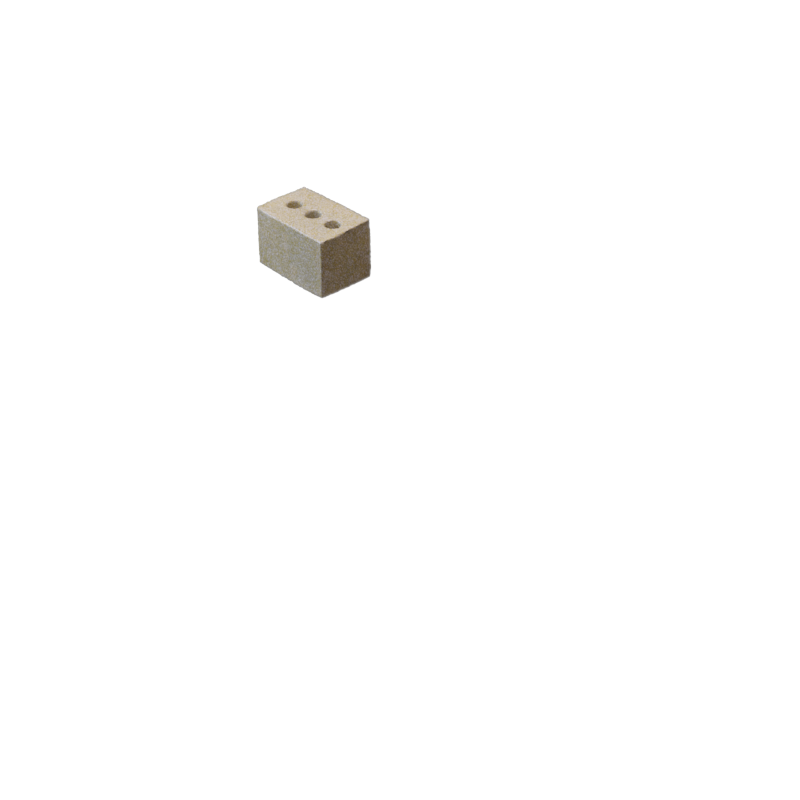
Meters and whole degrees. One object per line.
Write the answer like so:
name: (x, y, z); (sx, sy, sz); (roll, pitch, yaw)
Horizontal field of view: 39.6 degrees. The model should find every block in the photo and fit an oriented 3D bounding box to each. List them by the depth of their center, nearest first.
block: (-0.068, -0.123, 0.865); (0.052, 0.048, 0.083); (-28, 43, -36)
